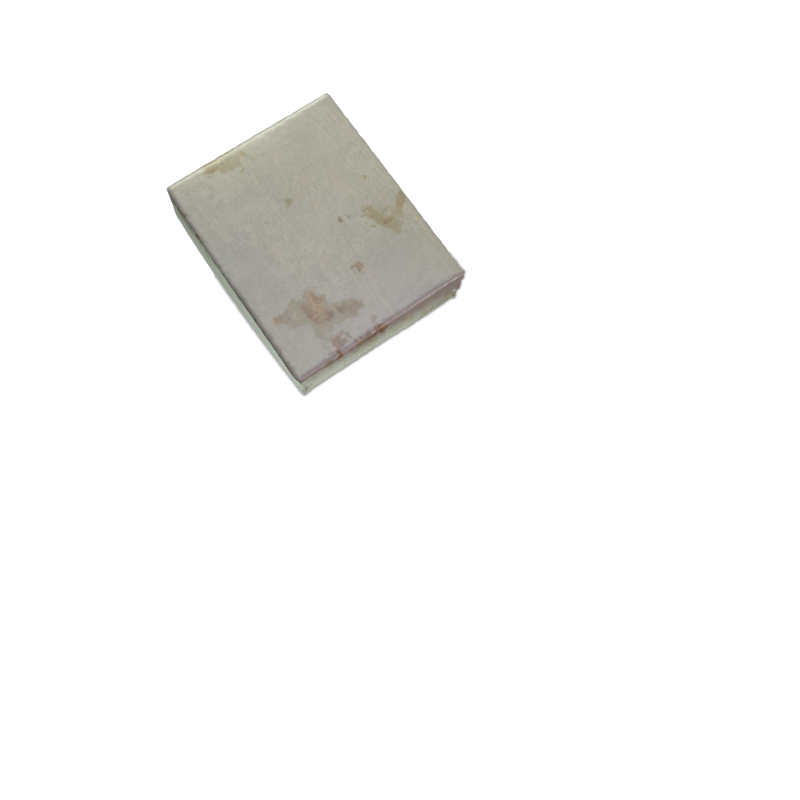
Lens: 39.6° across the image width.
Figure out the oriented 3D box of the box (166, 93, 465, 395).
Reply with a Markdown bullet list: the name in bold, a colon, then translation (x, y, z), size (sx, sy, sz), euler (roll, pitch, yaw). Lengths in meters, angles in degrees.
- **box**: translation (-0.040, -0.073, 0.509), size (0.090, 0.118, 0.037), euler (-33, -15, -11)
